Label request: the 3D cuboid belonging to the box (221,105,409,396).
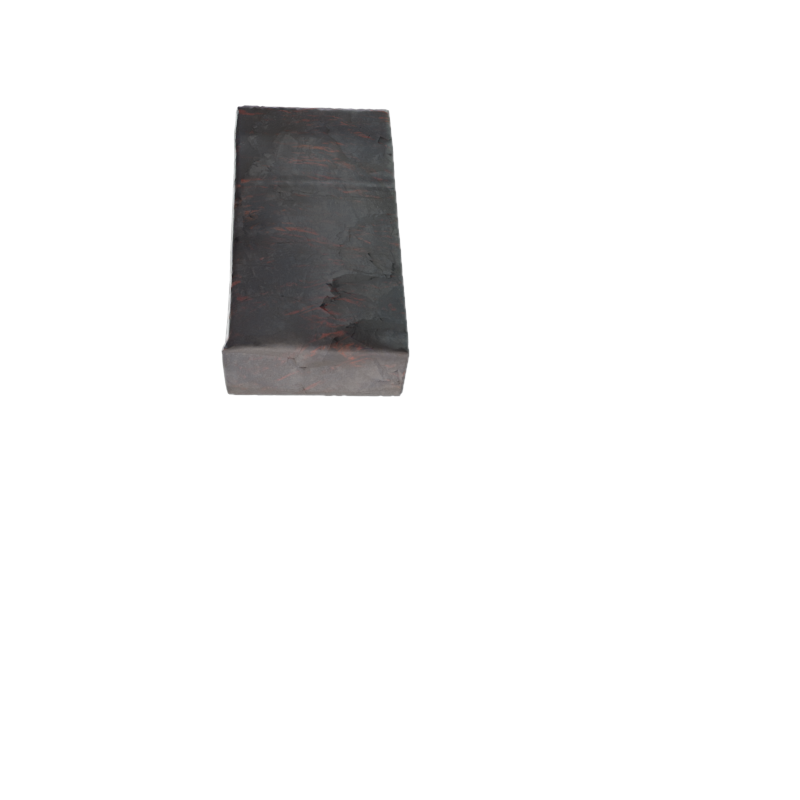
[{"bbox_3d":[-0.048,-0.087,0.609,0.093,0.189,0.045,0,-39,-4],"label":"box"}]
